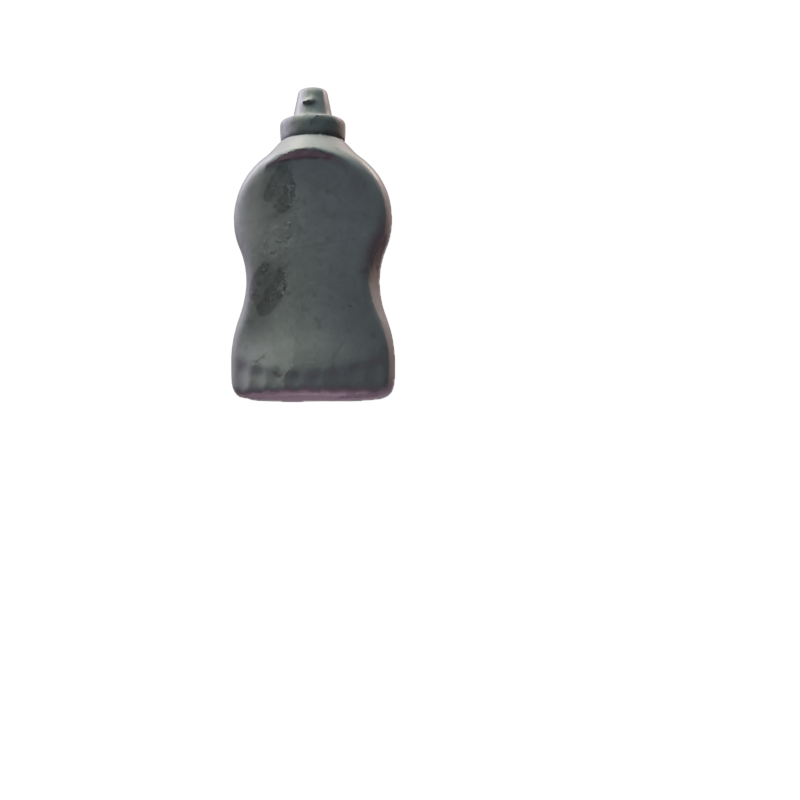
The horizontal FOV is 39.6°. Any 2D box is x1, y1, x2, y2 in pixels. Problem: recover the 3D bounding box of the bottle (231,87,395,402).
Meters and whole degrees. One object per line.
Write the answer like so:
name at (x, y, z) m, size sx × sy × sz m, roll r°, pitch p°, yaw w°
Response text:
bottle at (-0.053, -0.097, 0.676) m, size 0.097 × 0.197 × 0.056 m, roll -2°, pitch -10°, yaw 11°
